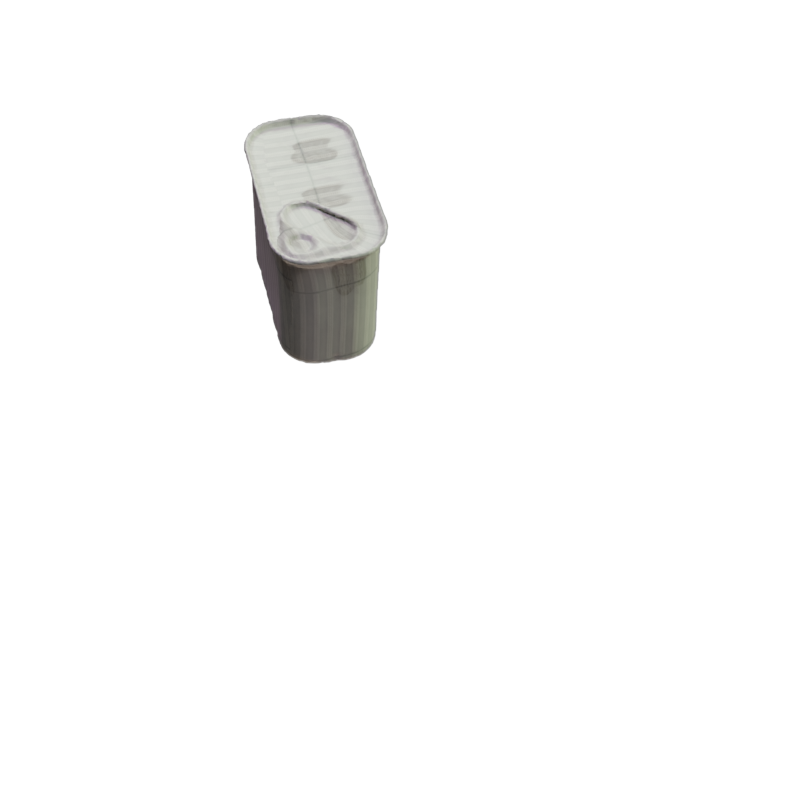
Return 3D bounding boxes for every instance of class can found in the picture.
[{"bbox_3d":[-0.045,-0.081,0.570,0.057,0.110,0.078,-10,-39,-11],"label":"can"}]
